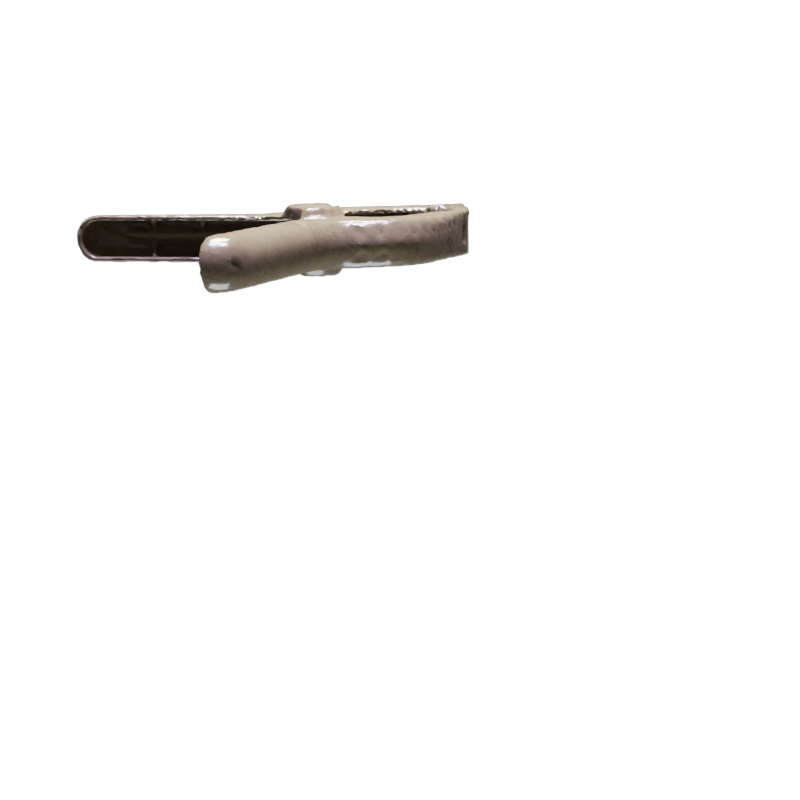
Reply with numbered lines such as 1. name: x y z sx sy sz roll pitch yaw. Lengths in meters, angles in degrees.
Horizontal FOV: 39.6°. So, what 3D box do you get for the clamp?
1. clamp: -0.044 -0.081 0.568 0.205 0.035 0.173 -7 16 -25
